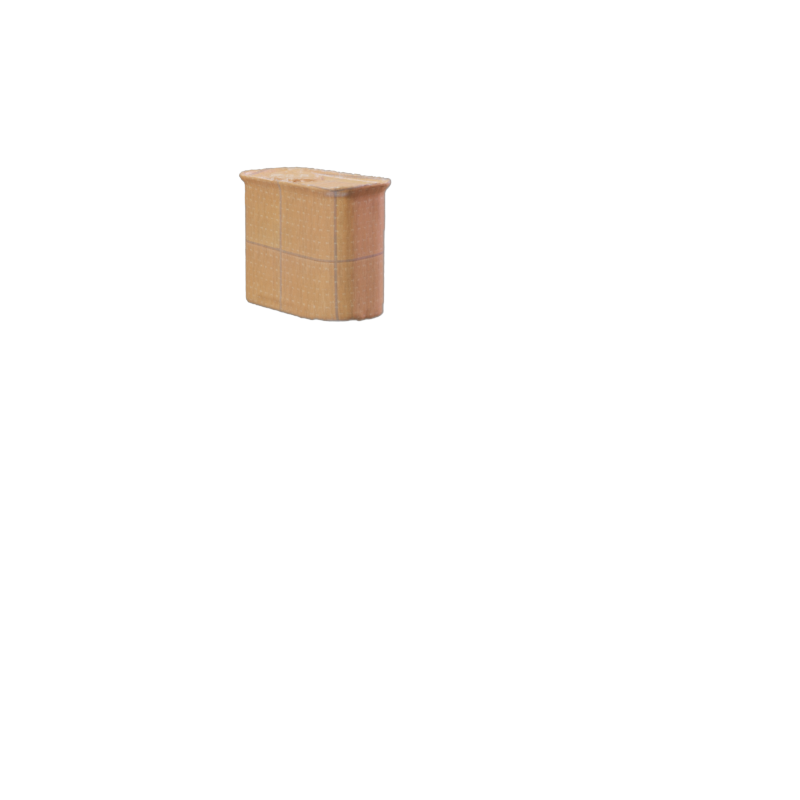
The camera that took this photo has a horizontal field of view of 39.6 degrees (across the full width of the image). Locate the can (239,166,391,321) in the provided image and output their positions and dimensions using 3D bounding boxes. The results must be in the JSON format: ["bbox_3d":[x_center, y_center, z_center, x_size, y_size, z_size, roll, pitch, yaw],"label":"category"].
[{"bbox_3d":[-0.054,-0.099,0.693,0.056,0.081,0.108,-11,19,-41],"label":"can"}]
